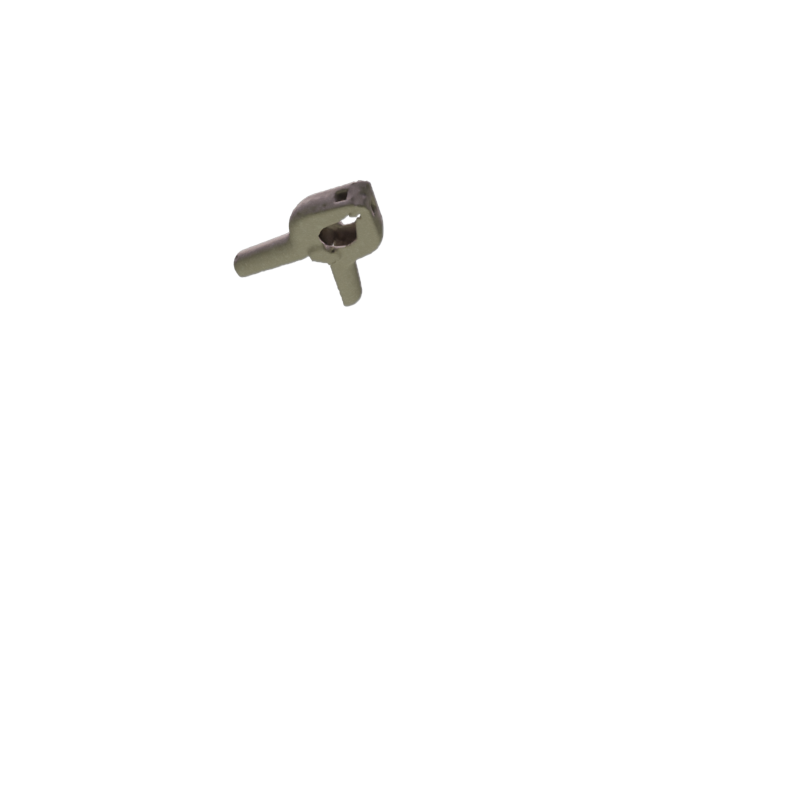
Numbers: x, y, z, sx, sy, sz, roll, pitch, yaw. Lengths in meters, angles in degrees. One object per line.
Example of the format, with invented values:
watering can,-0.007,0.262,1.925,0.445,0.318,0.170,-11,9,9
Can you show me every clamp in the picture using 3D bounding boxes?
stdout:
clamp,-0.074,-0.135,0.945,0.118,0.042,0.164,7,-28,-13
